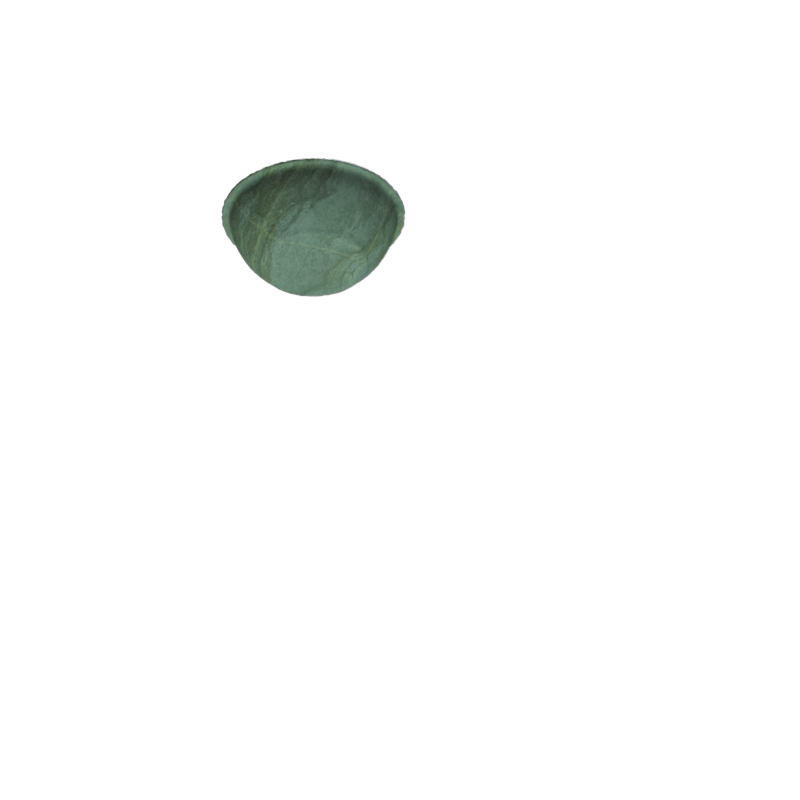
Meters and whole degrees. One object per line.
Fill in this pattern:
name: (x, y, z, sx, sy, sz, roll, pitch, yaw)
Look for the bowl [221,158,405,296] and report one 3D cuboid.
bowl: (-0.075, -0.137, 0.961, 0.162, 0.059, 0.152, 1, -32, -2)
